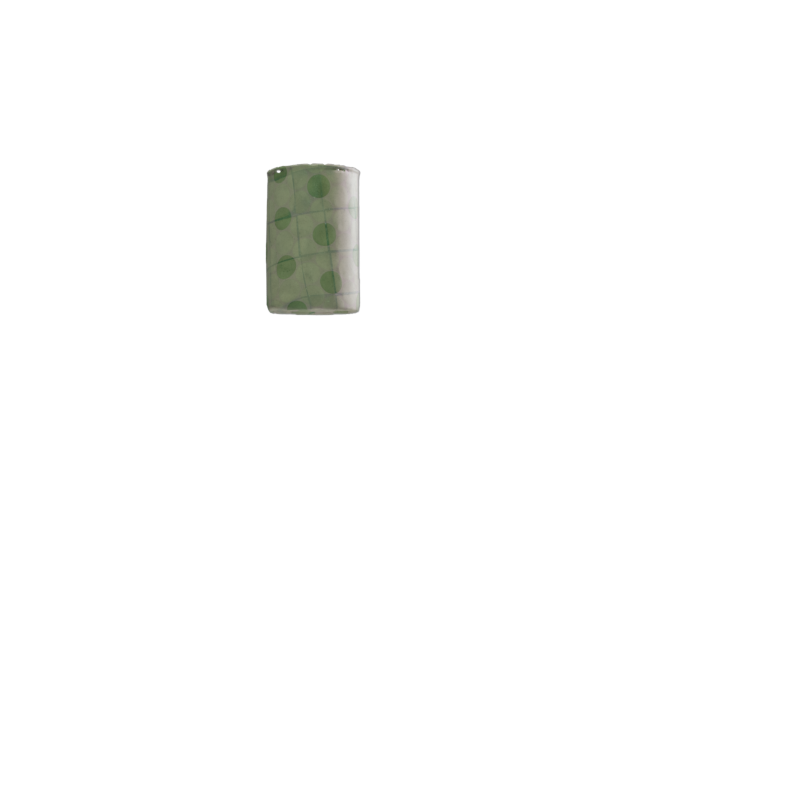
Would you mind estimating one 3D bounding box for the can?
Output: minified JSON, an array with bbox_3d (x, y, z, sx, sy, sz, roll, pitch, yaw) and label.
[{"bbox_3d":[-0.062,-0.114,0.796,0.068,0.104,0.068,0,-5,-2],"label":"can"}]
